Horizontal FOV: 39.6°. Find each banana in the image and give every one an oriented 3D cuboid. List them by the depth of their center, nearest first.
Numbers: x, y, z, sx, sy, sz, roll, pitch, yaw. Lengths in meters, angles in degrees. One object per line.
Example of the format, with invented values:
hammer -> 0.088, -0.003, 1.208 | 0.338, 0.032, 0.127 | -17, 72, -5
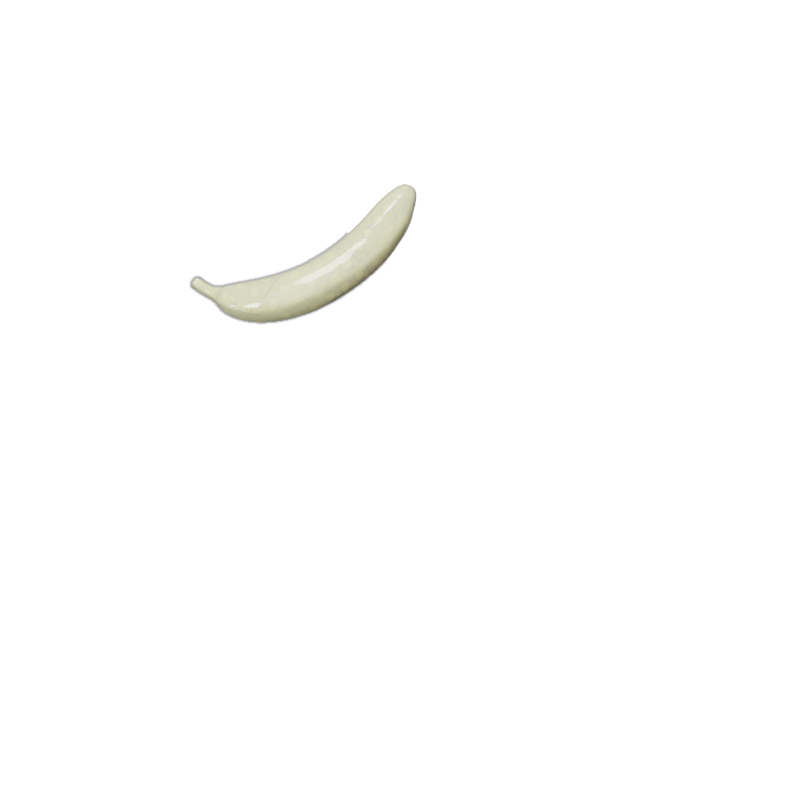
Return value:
banana -> -0.065, -0.109, 0.880 | 0.197, 0.073, 0.035 | -25, -17, -9
